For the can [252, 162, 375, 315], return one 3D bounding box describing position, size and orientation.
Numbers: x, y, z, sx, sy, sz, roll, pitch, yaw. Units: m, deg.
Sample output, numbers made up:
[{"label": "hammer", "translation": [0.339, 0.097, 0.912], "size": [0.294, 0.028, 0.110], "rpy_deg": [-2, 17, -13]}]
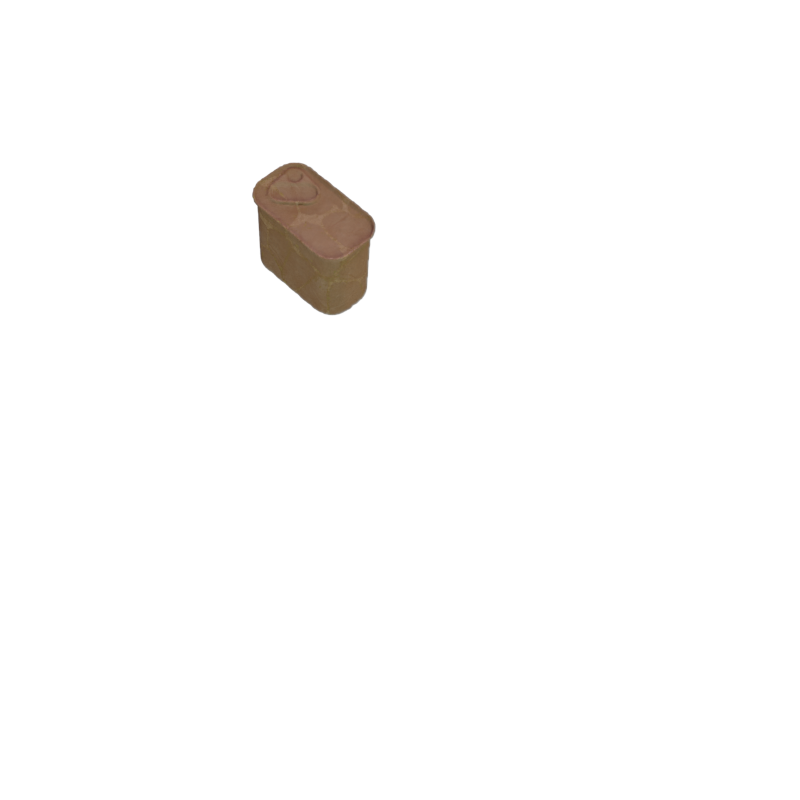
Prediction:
[{"label": "can", "translation": [-0.070, -0.127, 0.890], "size": [0.058, 0.108, 0.078], "rpy_deg": [-38, -25, -24]}]
